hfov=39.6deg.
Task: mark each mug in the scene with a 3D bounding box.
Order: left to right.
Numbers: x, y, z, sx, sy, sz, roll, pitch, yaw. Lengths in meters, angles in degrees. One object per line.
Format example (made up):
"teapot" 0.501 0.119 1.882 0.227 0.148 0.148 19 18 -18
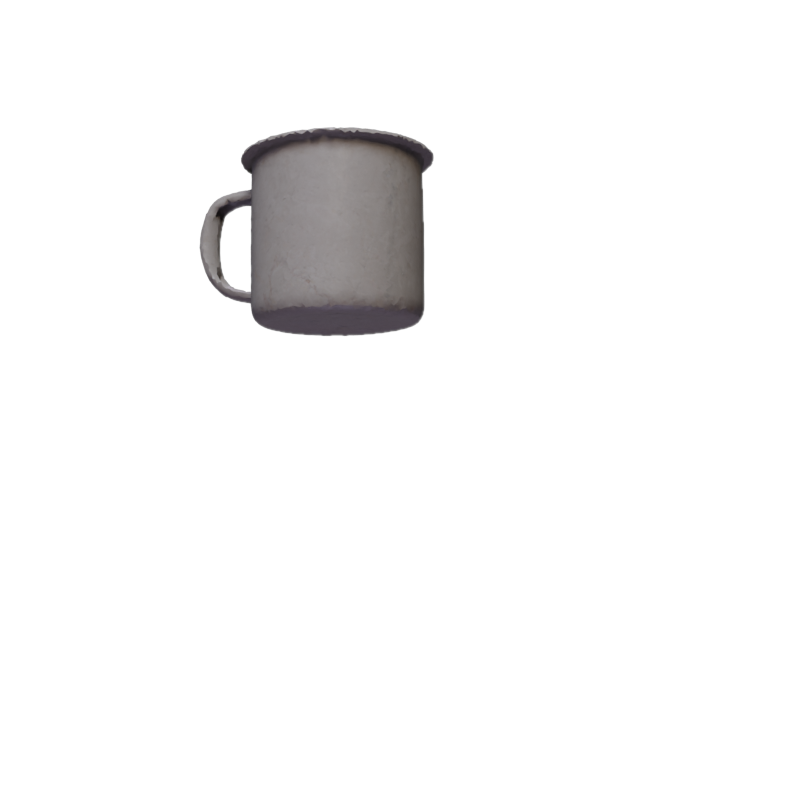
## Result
"mug" -0.041 -0.076 0.530 0.119 0.084 0.089 -2 -9 15
